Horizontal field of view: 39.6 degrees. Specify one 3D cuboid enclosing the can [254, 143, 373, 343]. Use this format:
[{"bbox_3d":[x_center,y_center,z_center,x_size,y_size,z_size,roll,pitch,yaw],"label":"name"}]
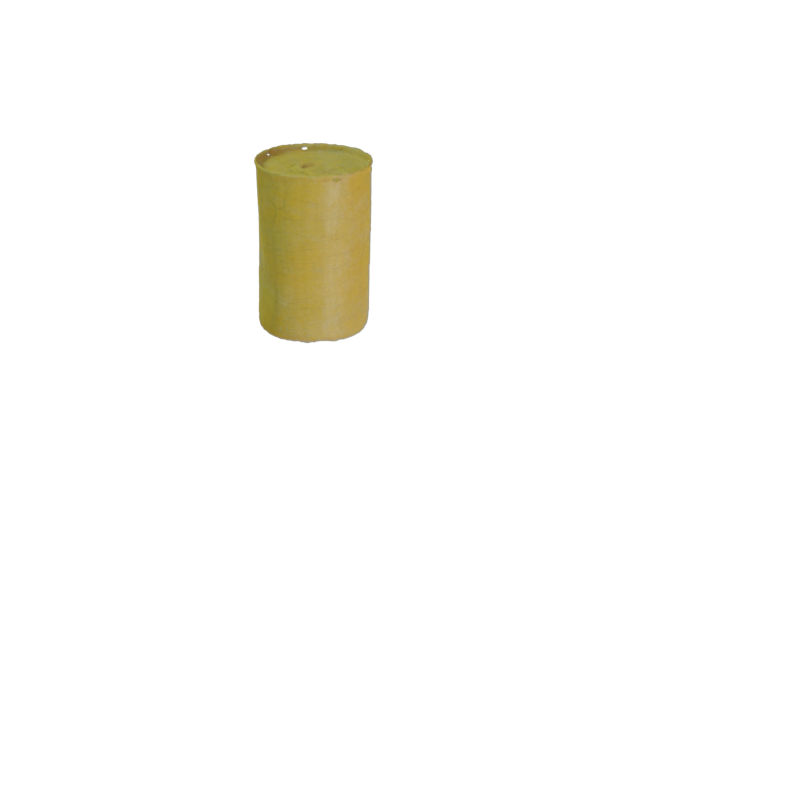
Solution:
[{"bbox_3d":[-0.051,-0.093,0.650,0.068,0.097,0.072,0,23,-2],"label":"can"}]
